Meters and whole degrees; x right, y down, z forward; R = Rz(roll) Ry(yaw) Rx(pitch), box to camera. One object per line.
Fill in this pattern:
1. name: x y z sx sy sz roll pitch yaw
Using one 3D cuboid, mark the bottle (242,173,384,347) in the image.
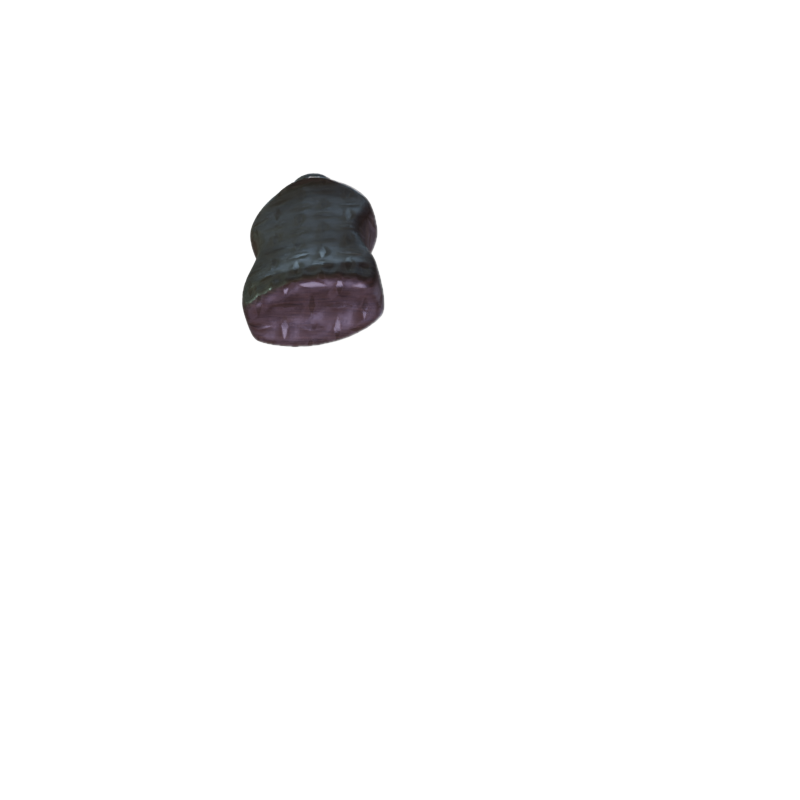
1. bottle: -0.065 -0.118 0.831 0.096 0.054 0.205 -13 36 6
